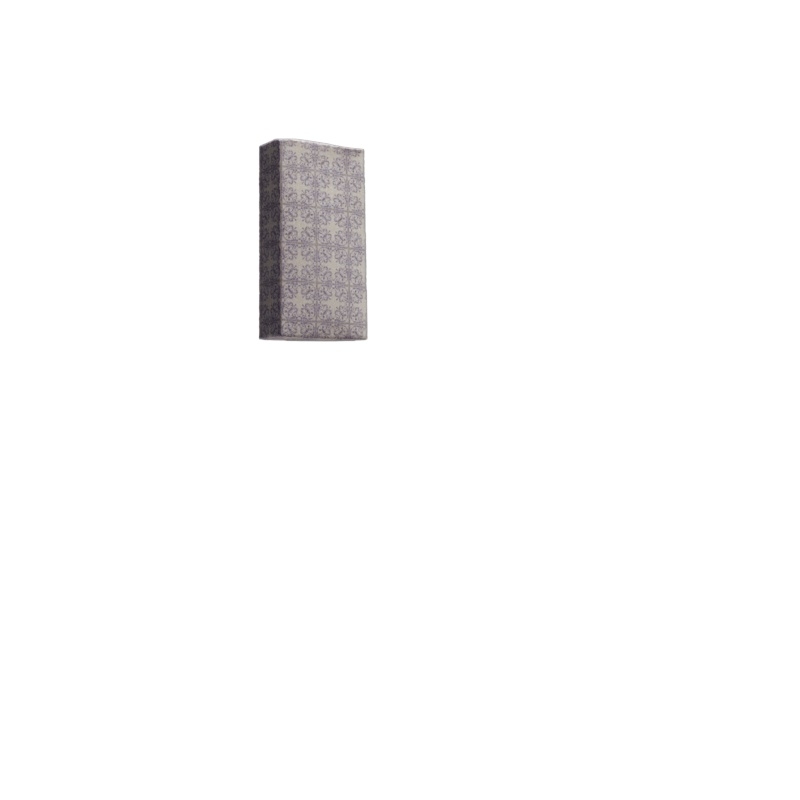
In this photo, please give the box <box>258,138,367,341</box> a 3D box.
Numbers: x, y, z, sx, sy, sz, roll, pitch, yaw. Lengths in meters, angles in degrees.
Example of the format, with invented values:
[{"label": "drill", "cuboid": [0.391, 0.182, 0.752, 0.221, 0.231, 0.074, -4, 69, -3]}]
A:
[{"label": "box", "cuboid": [-0.077, -0.141, 0.988, 0.090, 0.179, 0.049, 3, -8, -32]}]
